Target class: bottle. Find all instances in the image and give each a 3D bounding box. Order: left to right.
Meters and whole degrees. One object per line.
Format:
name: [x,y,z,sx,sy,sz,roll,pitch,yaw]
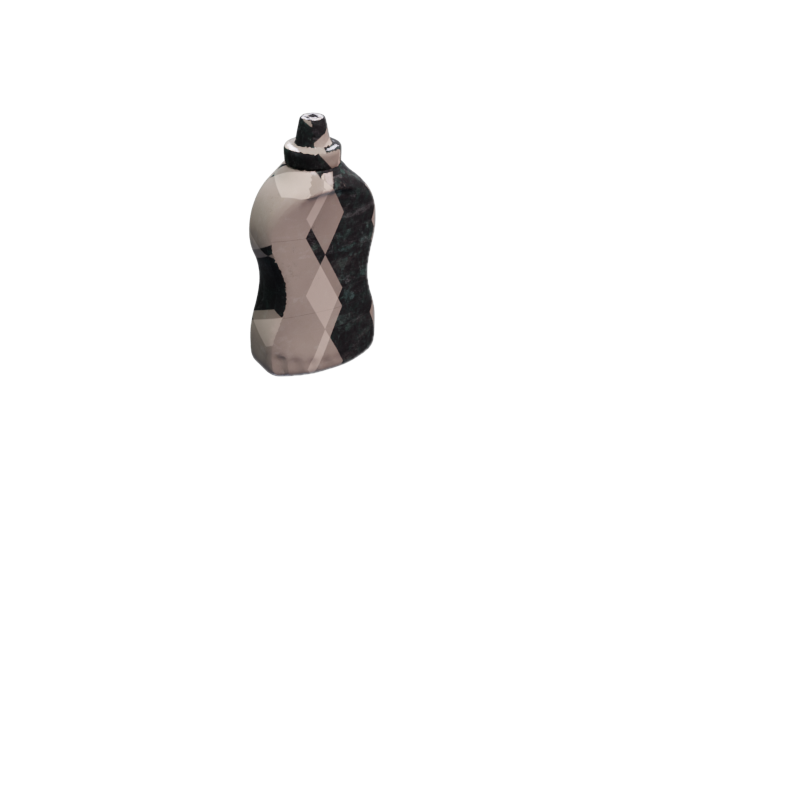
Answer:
bottle: [-0.064,-0.116,0.810,0.094,0.181,0.063,-14,31,-28]
